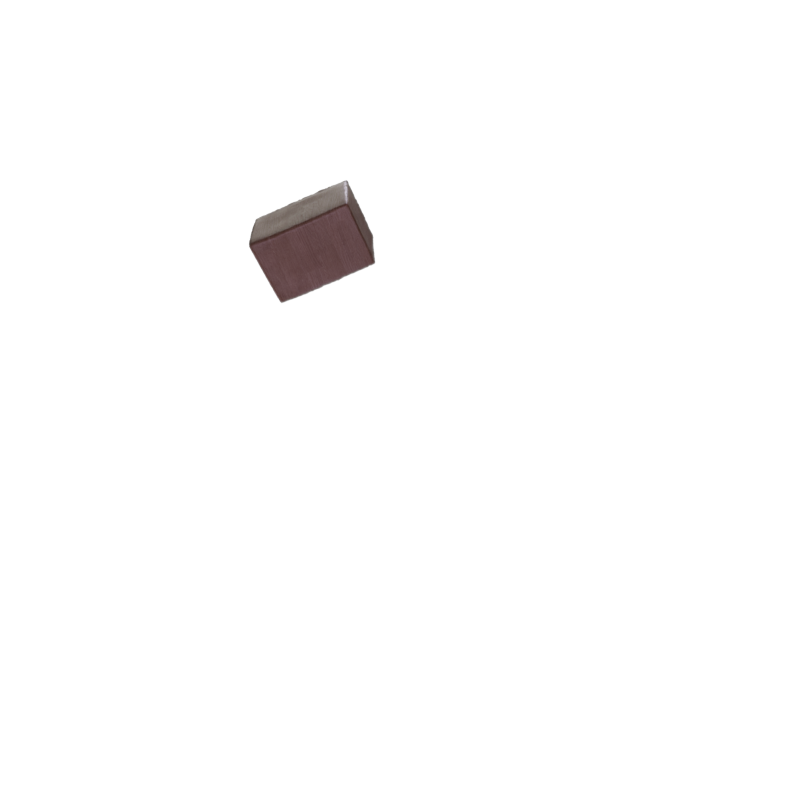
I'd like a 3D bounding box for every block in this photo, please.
[{"bbox_3d":[-0.063,-0.115,0.808,0.078,0.050,0.054,-22,25,9],"label":"block"}]
